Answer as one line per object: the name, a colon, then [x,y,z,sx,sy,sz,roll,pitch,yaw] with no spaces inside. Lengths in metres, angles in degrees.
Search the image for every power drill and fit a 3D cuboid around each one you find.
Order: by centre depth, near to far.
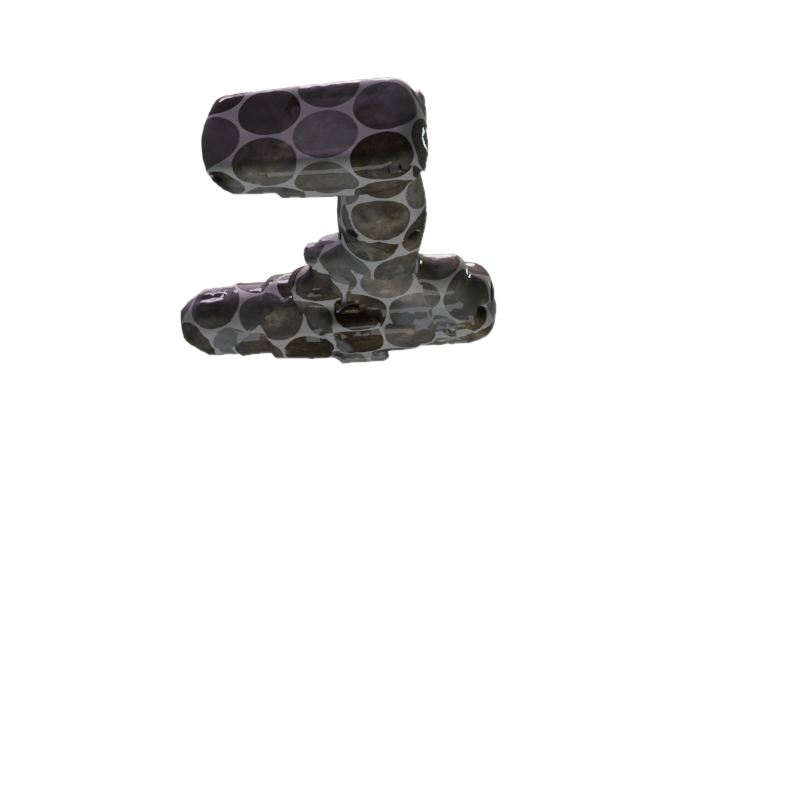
power drill: [-0.046,-0.084,0.590,0.186,0.061,0.174,-5,-31,7]
